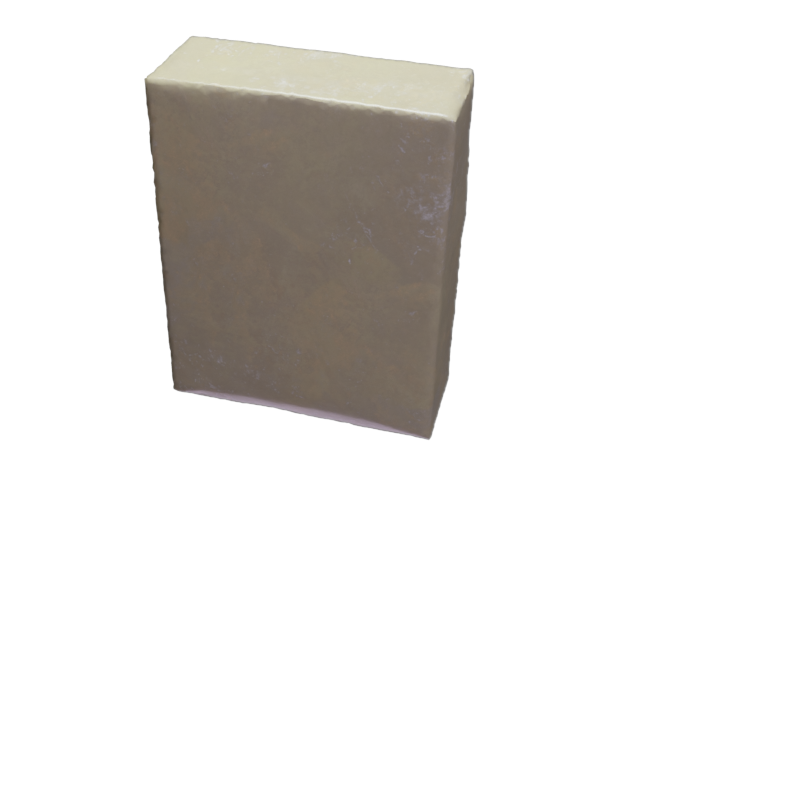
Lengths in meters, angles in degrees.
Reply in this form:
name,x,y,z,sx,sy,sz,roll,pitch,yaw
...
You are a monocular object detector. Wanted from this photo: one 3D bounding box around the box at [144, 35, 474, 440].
name,x,y,z,sx,sy,sz,roll,pitch,yaw
box,-0.049,-0.090,0.631,0.168,0.200,0.075,11,37,12
